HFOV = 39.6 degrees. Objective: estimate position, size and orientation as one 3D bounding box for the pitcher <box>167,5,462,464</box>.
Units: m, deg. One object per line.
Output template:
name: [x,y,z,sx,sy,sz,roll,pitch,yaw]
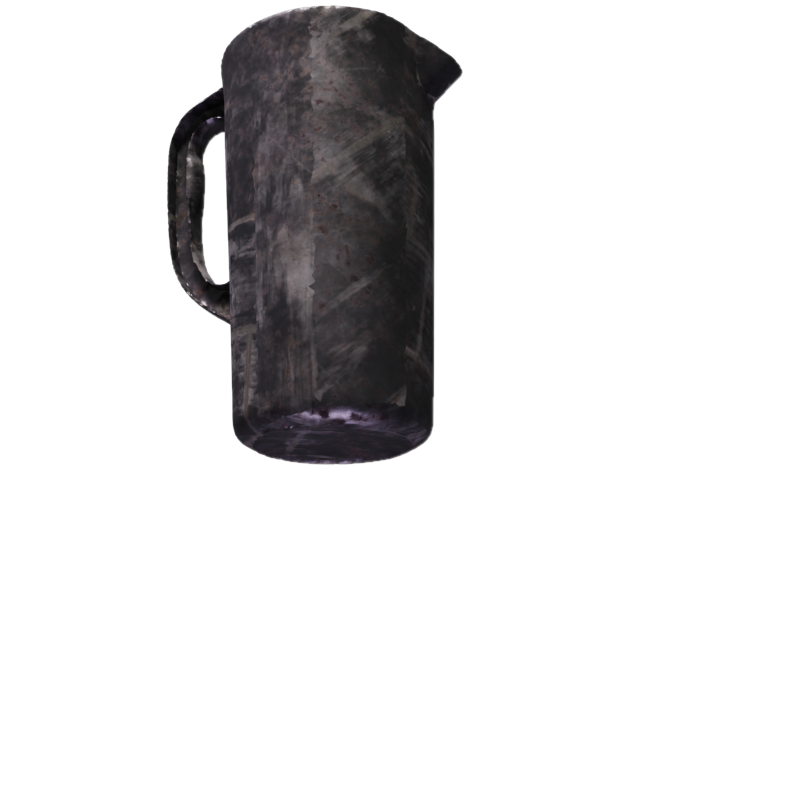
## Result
pitcher: [-0.050,-0.092,0.643,0.140,0.256,0.147,9,-24,-25]
